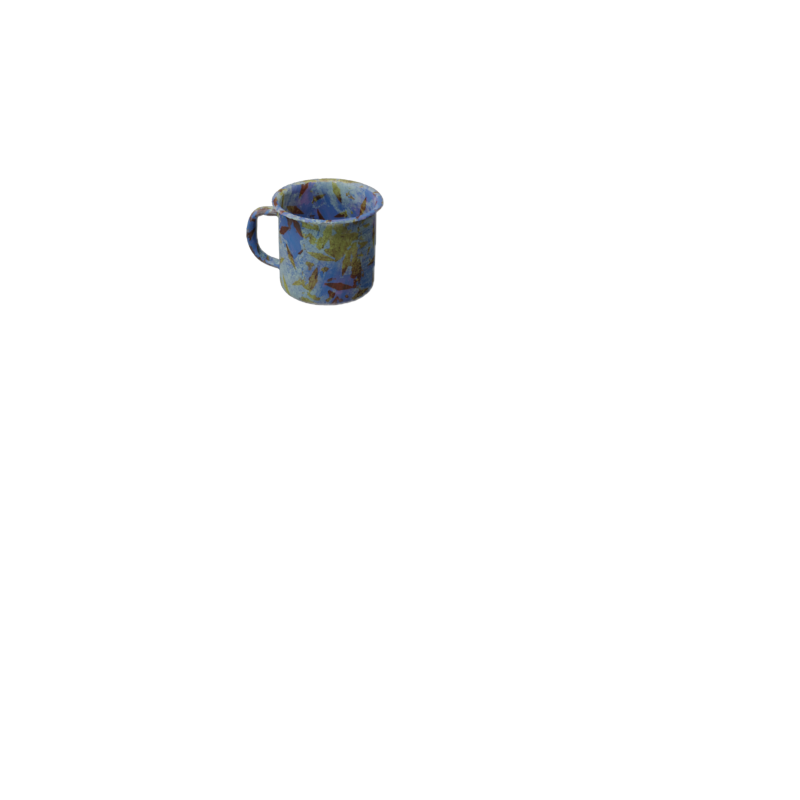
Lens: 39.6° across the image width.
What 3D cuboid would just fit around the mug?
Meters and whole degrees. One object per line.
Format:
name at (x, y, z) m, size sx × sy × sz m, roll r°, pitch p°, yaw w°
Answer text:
mug at (-0.073, -0.134, 0.937) m, size 0.119 × 0.077 × 0.097 m, roll 5°, pitch 30°, yaw 8°
